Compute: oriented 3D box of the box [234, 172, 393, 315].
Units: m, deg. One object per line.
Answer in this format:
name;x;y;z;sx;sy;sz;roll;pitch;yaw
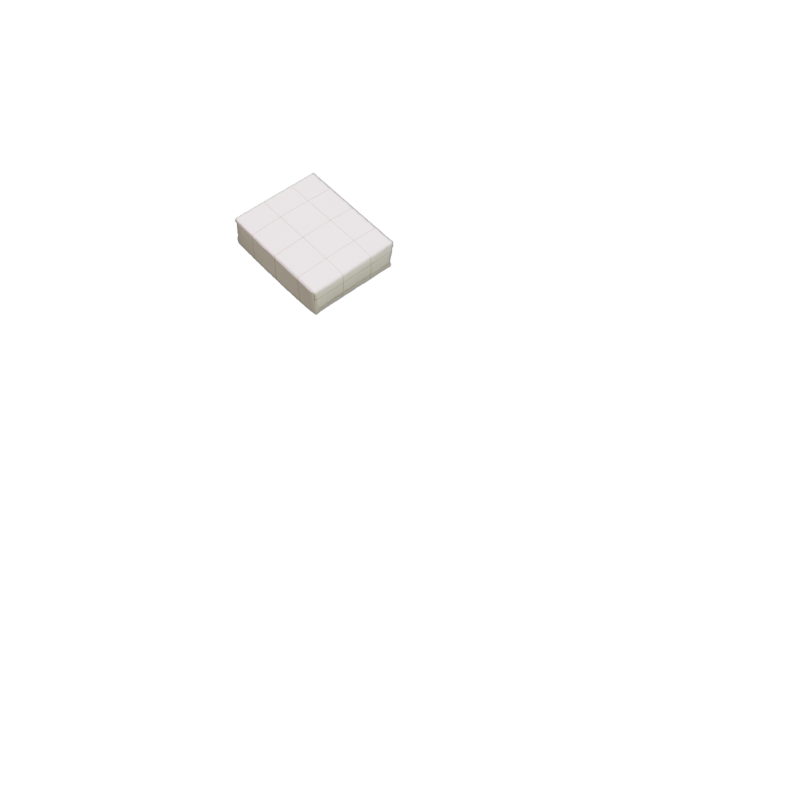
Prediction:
box;-0.076;-0.138;0.970;0.090;0.121;0.036;-34;-29;-23
